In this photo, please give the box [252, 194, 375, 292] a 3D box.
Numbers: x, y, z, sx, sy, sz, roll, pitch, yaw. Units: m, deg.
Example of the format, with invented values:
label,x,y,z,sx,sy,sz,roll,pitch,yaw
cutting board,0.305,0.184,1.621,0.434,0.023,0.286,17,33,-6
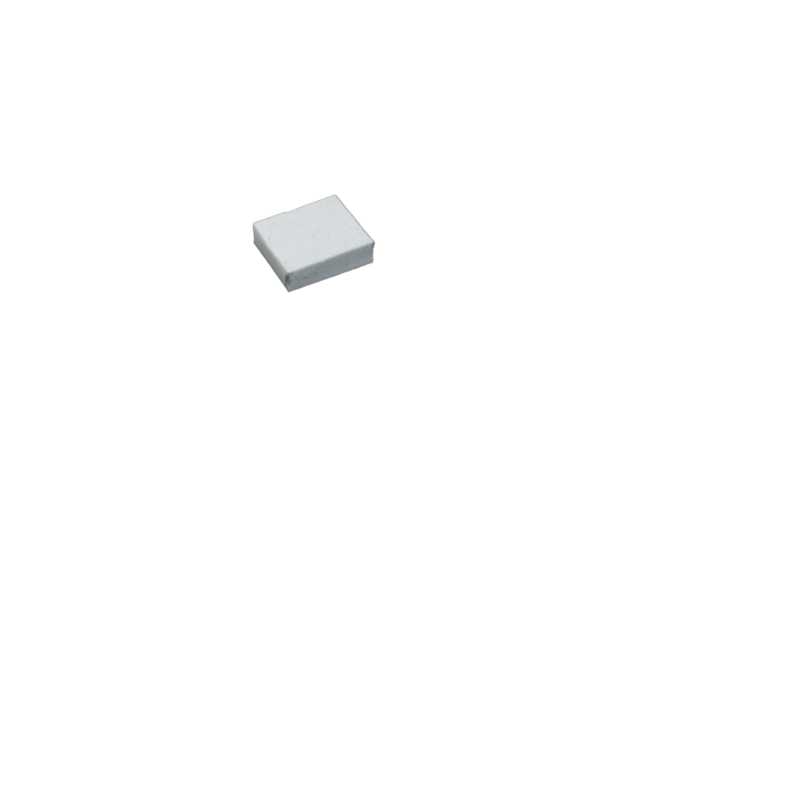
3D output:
label,x,y,z,sx,sy,sz,roll,pitch,yaw
box,-0.078,-0.143,0.999,0.088,0.028,0.079,-22,51,-19
